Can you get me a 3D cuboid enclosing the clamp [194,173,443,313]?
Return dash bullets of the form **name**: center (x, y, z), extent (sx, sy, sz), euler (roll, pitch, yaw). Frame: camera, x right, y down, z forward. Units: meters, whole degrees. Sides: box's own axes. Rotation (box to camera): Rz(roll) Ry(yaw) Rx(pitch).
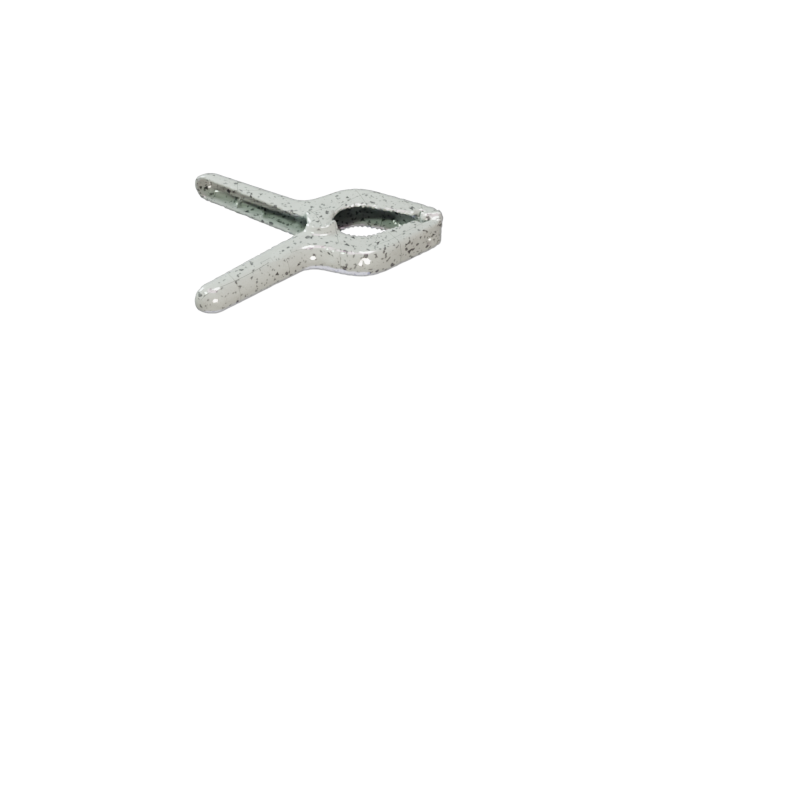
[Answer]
- **clamp**: center (-0.070, -0.128, 0.897), extent (0.210, 0.034, 0.176), euler (1, 44, 1)
